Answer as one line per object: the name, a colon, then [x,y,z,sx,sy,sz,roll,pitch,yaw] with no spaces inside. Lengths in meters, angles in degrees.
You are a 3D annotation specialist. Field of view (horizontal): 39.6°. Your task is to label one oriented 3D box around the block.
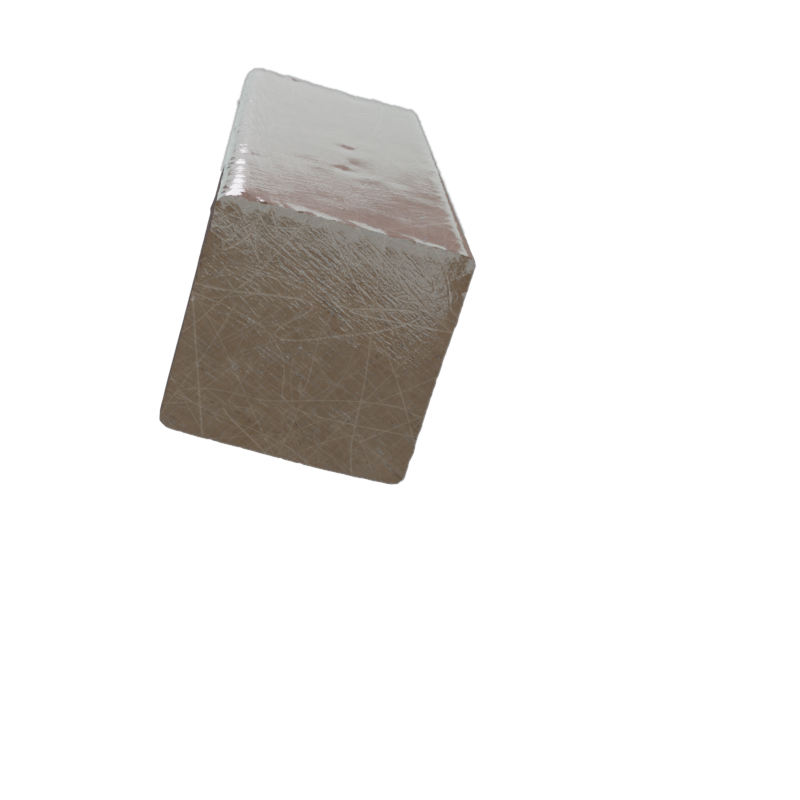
block: [-0.037,-0.066,0.465,0.089,0.087,0.217,14,24,-10]
